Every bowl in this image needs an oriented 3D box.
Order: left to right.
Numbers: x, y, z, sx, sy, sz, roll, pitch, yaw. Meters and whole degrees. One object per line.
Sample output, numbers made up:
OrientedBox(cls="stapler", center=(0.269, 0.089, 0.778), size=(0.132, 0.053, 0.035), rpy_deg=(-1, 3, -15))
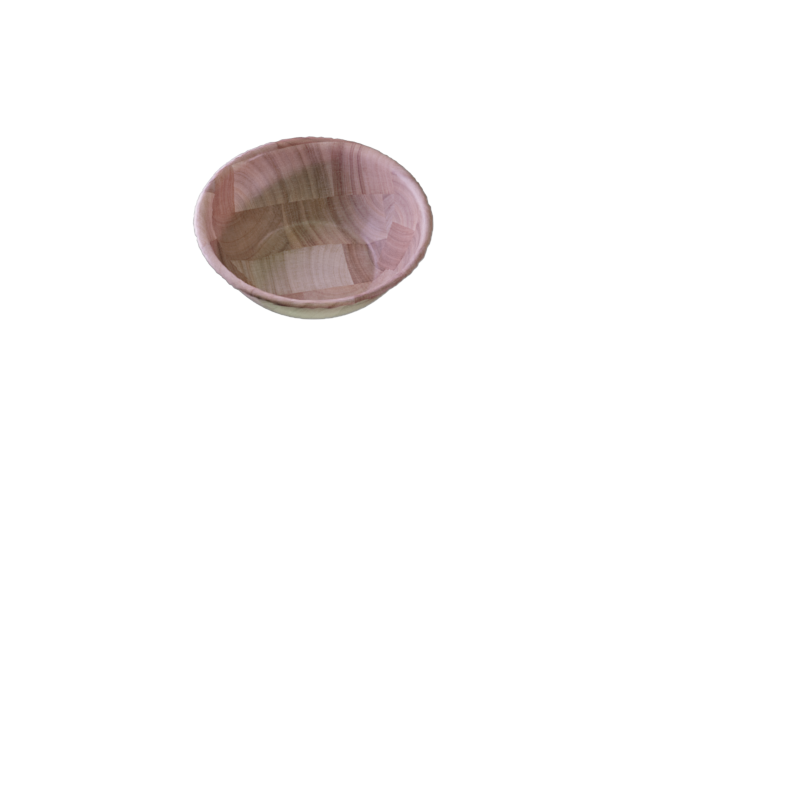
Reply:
OrientedBox(cls="bowl", center=(-0.060, -0.109, 0.766), size=(0.162, 0.174, 0.051), rpy_deg=(-1, -39, -1))
